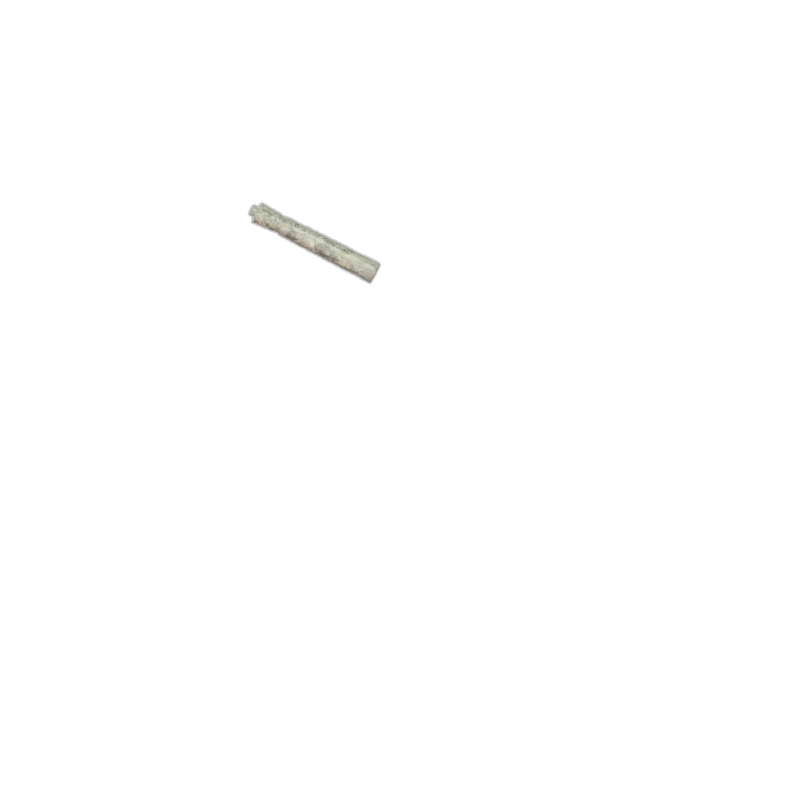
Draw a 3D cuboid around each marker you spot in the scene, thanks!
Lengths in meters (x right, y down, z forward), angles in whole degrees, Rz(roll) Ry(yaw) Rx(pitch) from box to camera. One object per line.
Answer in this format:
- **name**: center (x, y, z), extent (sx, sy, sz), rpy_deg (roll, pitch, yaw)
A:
- **marker**: center (-0.075, -0.136, 0.955), extent (0.122, 0.020, 0.020), rpy_deg (28, 5, 4)
